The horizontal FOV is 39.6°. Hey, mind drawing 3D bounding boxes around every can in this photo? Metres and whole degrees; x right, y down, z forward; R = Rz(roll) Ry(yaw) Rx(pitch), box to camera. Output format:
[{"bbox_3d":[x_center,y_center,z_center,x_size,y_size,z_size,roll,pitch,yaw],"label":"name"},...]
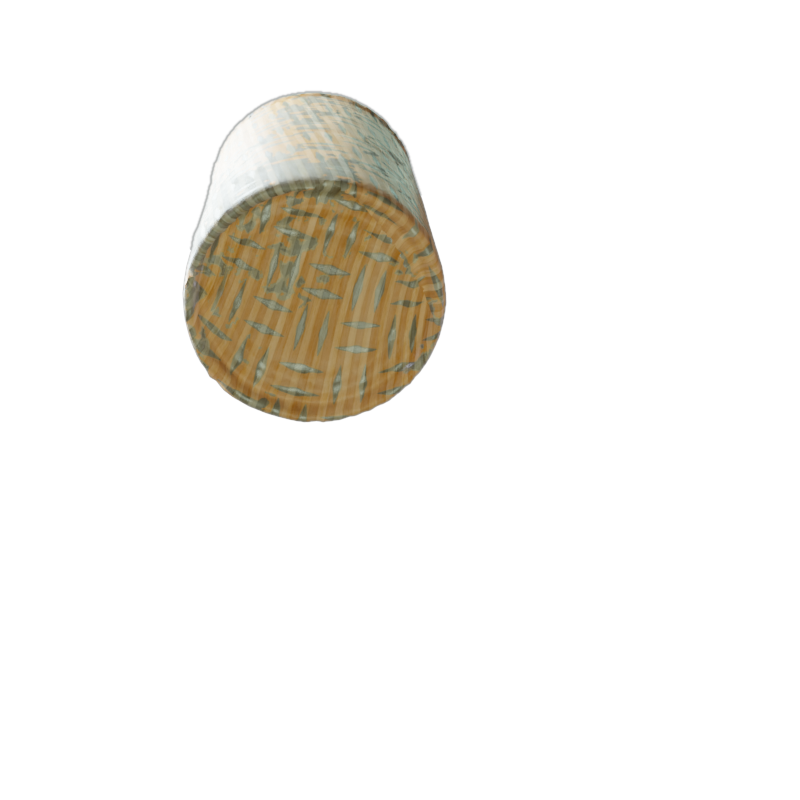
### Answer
[{"bbox_3d":[-0.025,-0.046,0.322,0.068,0.065,0.107,0,24,-3],"label":"can"}]
